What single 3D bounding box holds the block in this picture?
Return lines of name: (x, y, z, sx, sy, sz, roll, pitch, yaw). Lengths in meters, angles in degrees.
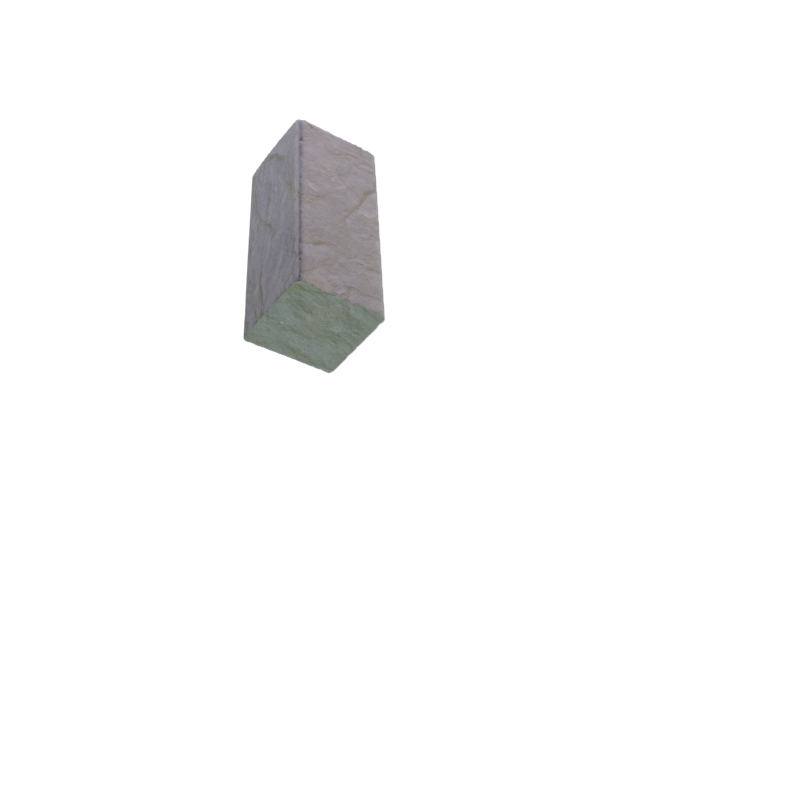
block: (-0.078, -0.143, 0.996, 0.086, 0.221, 0.088, 22, -47, -26)
